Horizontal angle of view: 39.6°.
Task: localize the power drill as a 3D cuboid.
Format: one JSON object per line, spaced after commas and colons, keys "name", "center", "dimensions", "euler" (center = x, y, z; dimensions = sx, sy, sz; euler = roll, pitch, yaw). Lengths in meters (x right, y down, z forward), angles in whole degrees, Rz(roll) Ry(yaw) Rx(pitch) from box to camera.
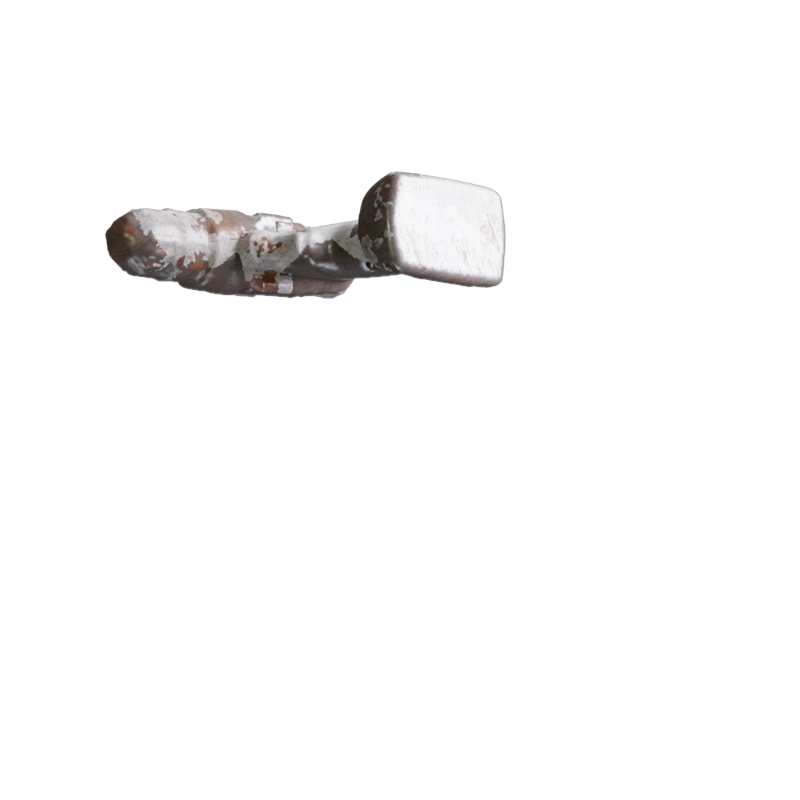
{"name": "power drill", "center": [-0.050, -0.091, 0.639], "dimensions": [0.194, 0.058, 0.177], "euler": [2, 2, 44]}
